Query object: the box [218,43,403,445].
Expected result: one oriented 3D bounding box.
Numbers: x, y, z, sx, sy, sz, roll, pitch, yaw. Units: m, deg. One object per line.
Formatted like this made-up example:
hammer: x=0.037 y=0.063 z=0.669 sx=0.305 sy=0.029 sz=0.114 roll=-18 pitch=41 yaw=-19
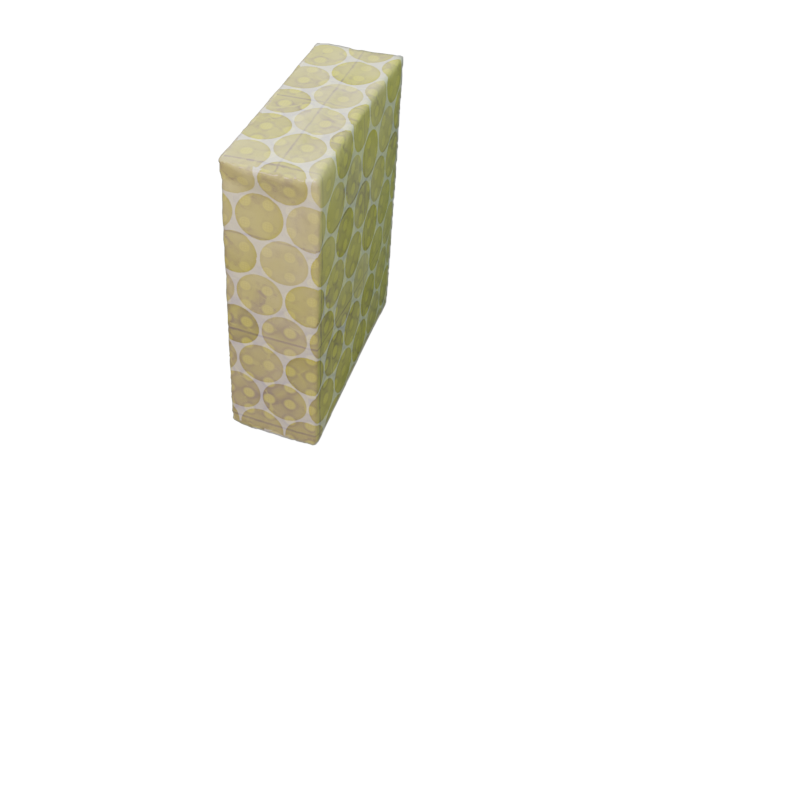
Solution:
box: x=-0.058 y=-0.106 z=0.741 sx=0.074 sy=0.199 sz=0.171 roll=13 pitch=41 yaw=11
